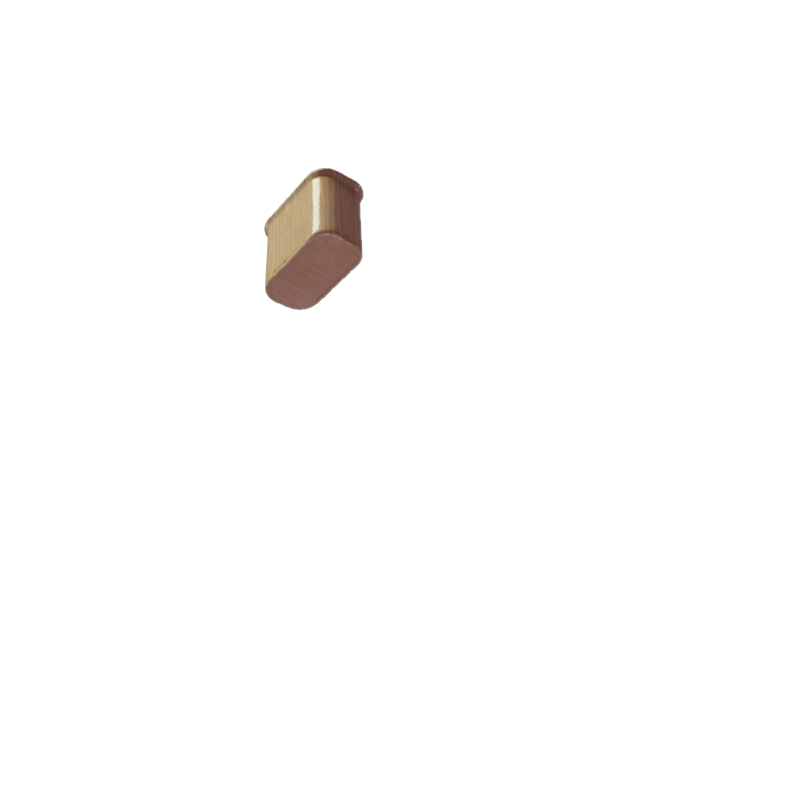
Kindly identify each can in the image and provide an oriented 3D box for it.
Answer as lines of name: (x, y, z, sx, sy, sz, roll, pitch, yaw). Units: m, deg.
can: (-0.077, -0.140, 0.980, 0.054, 0.090, 0.100, 27, -51, -28)
